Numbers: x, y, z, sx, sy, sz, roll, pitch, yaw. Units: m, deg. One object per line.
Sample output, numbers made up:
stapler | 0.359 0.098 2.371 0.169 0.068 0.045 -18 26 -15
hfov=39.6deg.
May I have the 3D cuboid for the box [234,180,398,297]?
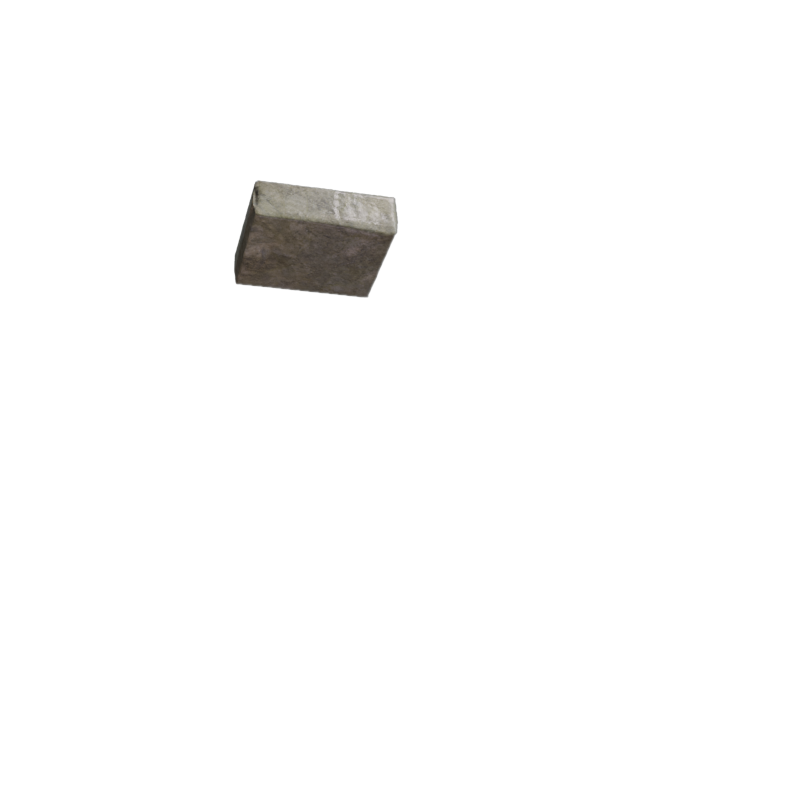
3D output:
box | -0.068 -0.123 0.863 0.111 0.042 0.086 8 -34 -12
